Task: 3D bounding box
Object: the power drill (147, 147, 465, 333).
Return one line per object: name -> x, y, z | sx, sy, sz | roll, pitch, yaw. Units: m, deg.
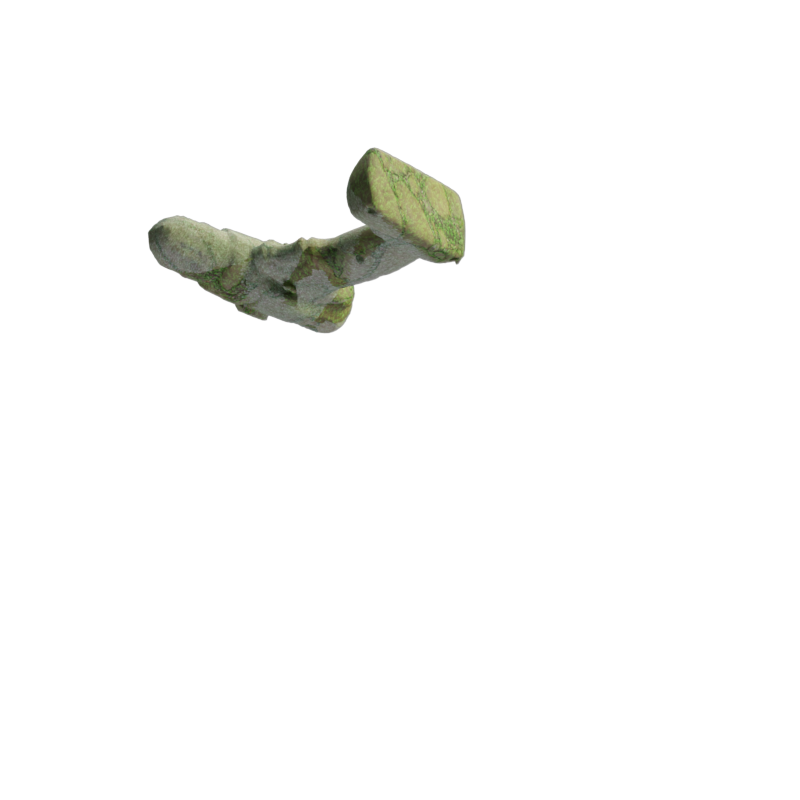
power drill -> -0.063, -0.114, 0.799 | 0.189, 0.060, 0.173 | -20, -28, 41
